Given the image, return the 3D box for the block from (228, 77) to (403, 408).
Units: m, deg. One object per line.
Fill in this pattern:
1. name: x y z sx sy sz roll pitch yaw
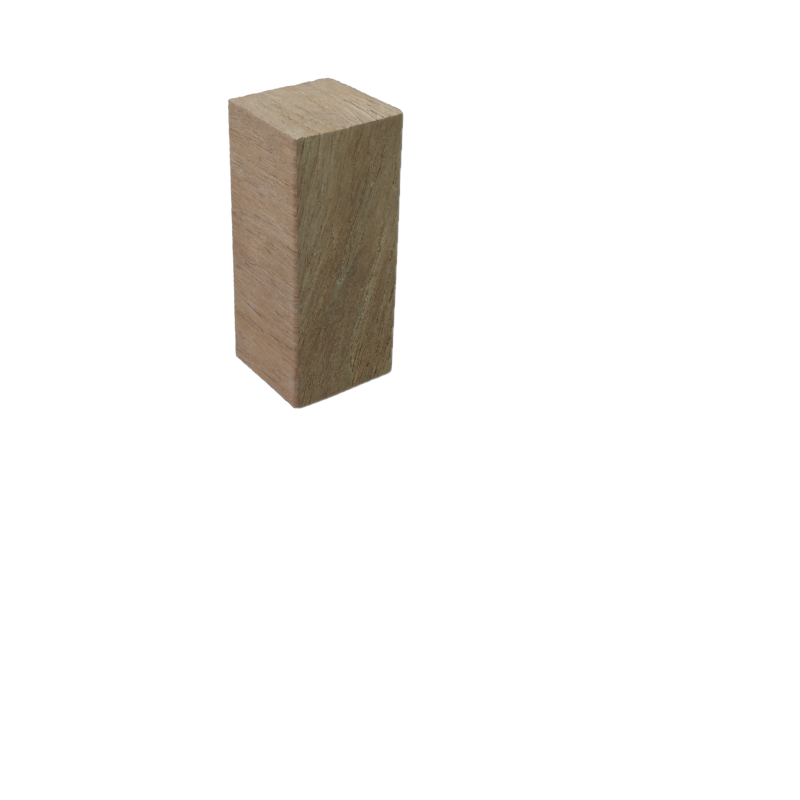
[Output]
1. block: -0.061 -0.113 0.792 0.089 0.194 0.097 -18 35 -32
